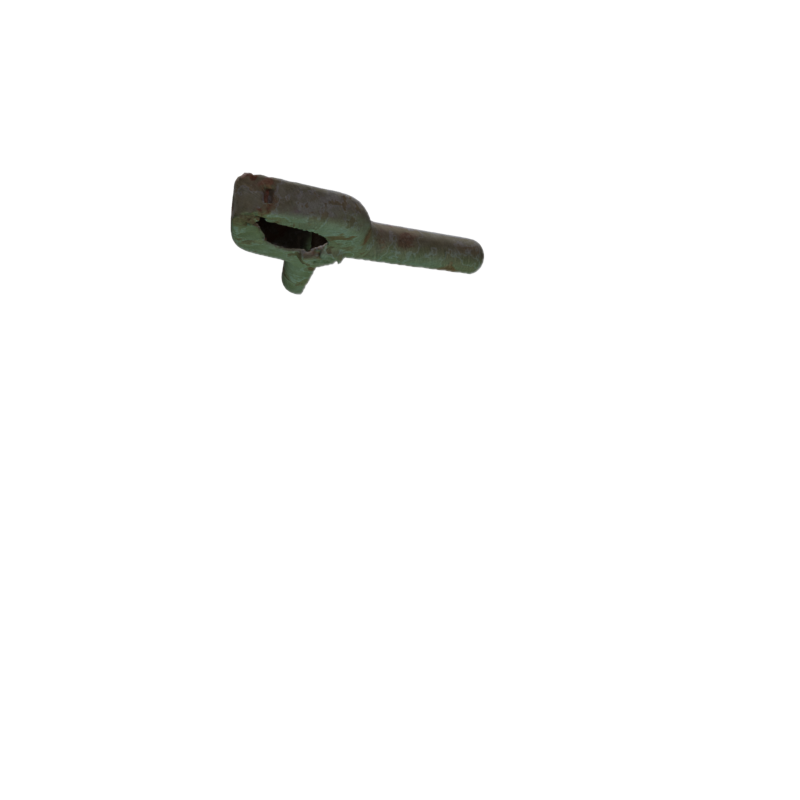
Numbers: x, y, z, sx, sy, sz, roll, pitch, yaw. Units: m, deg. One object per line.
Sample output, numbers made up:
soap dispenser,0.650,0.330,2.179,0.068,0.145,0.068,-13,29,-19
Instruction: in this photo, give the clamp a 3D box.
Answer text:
clamp,-0.060,-0.110,0.771,0.169,0.038,0.198,-7,-12,34
